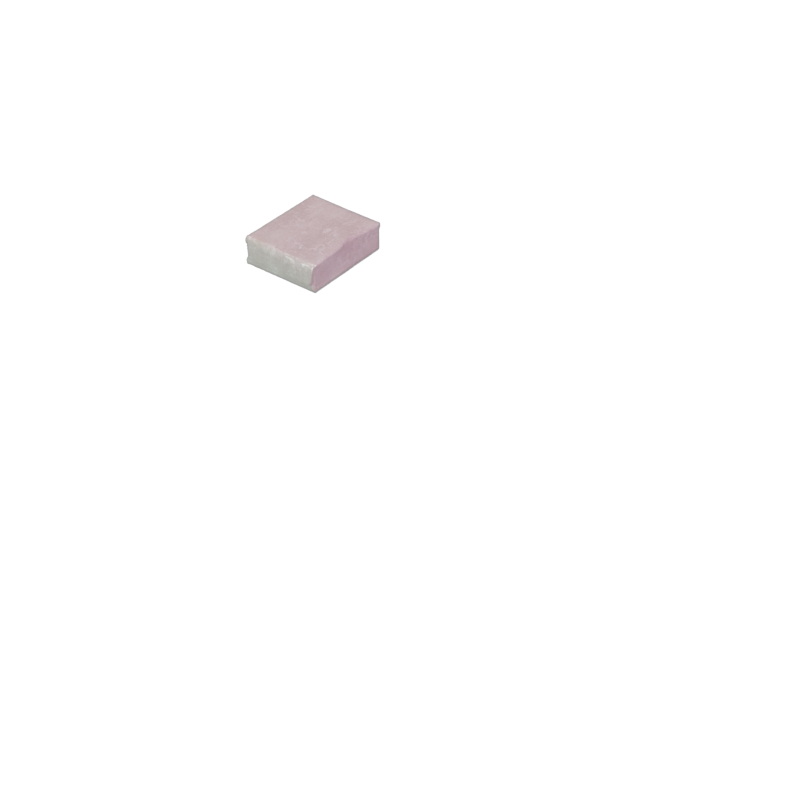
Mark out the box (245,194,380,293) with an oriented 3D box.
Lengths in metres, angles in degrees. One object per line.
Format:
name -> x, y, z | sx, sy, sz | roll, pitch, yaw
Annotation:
box -> -0.071, -0.130, 0.909 | 0.077, 0.028, 0.090 | 25, 44, 29
